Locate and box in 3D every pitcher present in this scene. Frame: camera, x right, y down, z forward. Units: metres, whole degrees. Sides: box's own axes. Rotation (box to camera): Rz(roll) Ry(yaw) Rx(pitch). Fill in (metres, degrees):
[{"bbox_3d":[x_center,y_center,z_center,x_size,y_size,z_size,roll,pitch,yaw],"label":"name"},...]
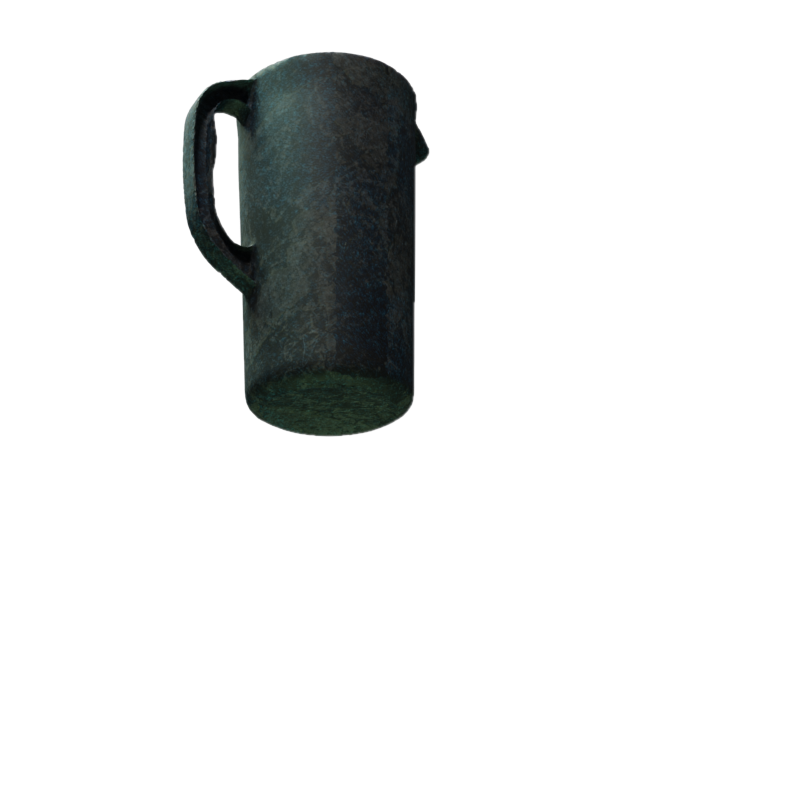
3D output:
[{"bbox_3d":[-0.059,-0.108,0.754,0.151,0.258,0.135,-8,-27,13],"label":"pitcher"}]
